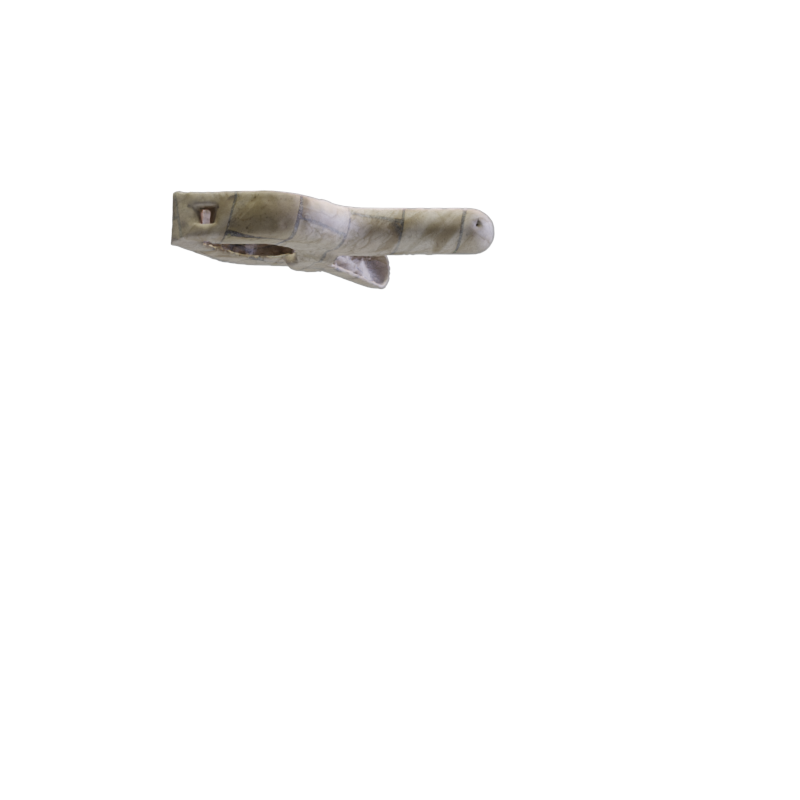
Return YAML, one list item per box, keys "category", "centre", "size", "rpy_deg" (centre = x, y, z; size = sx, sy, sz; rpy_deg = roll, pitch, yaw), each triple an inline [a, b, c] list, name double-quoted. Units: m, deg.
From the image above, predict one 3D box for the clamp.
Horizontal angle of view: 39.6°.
- category: "clamp"
  centre: [-0.048, -0.088, 0.618]
  size: [0.166, 0.041, 0.119]
  rpy_deg: [5, -15, -20]
